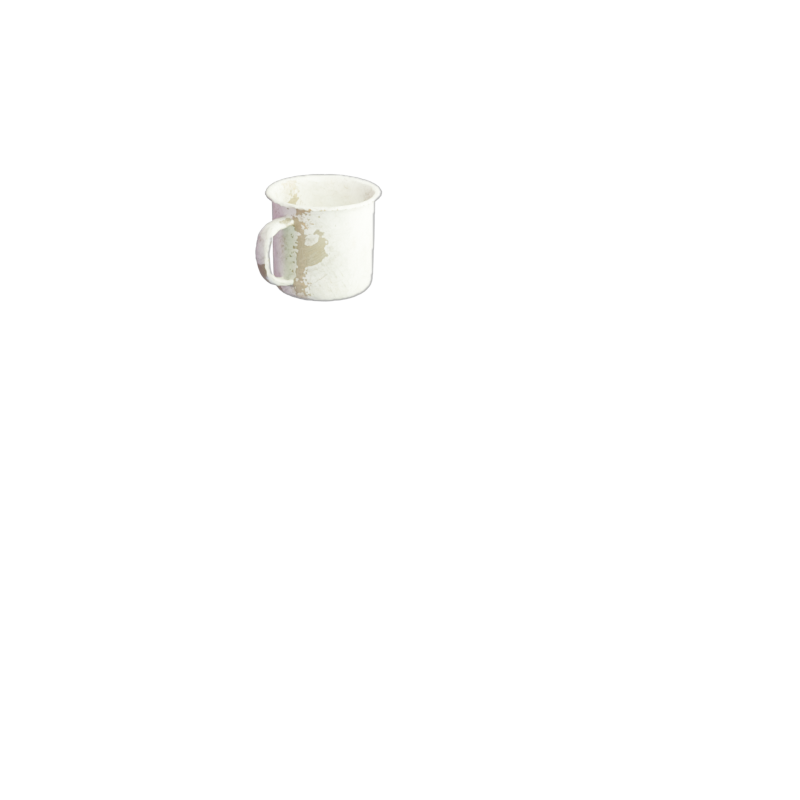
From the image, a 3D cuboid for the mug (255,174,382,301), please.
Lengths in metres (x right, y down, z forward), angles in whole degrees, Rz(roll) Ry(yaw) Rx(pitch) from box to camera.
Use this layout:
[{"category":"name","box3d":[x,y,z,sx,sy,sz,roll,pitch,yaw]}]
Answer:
[{"category":"mug","box3d":[-0.069,-0.127,0.887,0.099,0.078,0.116,19,31,35]}]
